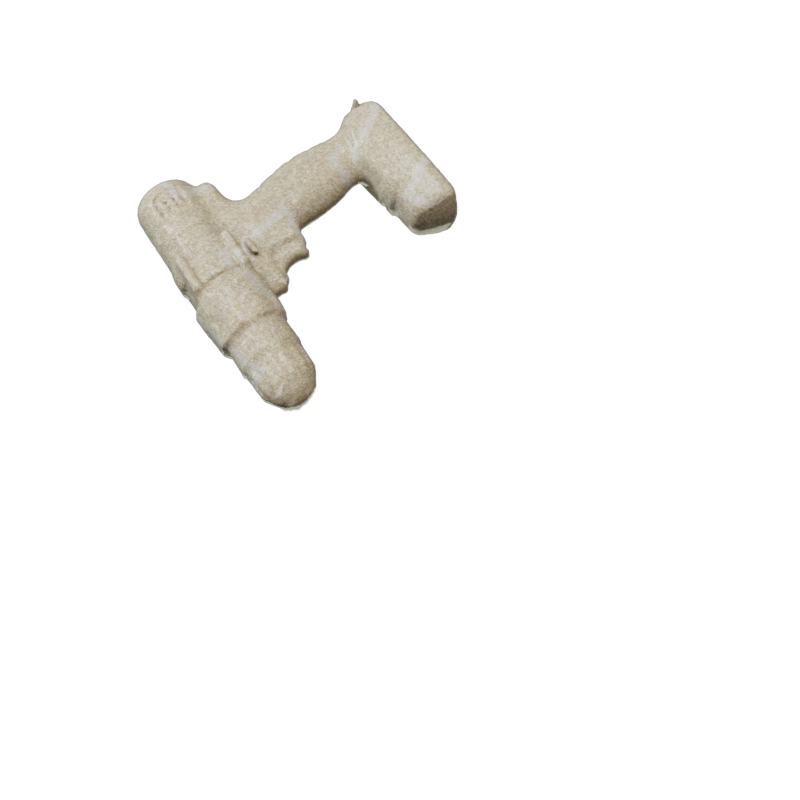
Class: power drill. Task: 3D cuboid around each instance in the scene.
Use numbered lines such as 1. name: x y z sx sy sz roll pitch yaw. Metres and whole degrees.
1. power drill: -0.058 -0.105 0.737 0.188 0.196 0.054 -31 -23 -15
